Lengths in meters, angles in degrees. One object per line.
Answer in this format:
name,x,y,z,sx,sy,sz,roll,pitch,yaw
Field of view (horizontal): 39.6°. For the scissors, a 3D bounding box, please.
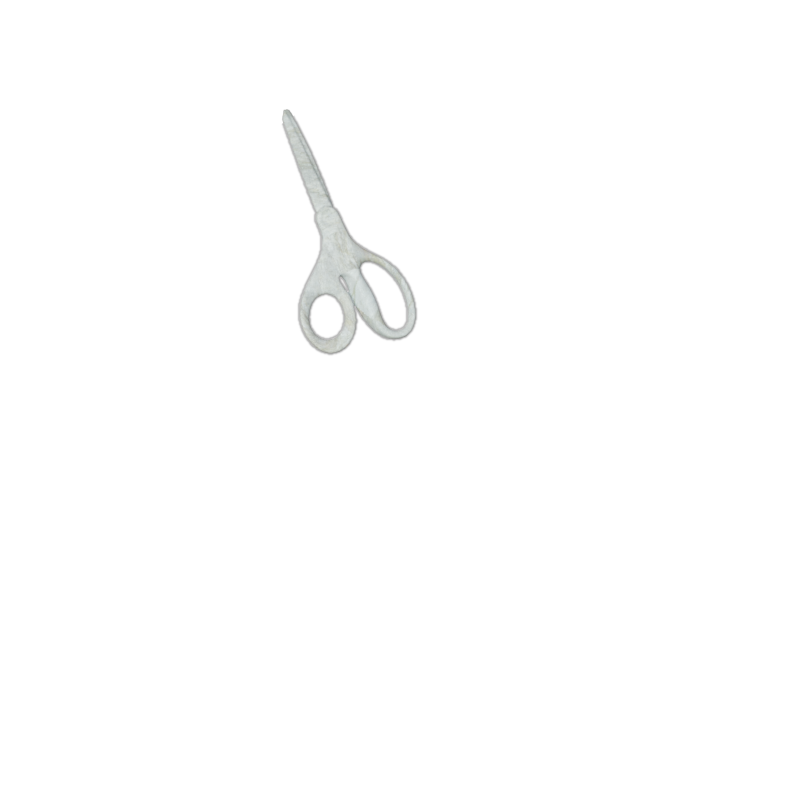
scissors,-0.067,-0.122,0.854,0.096,0.208,0.015,-35,-11,-8
